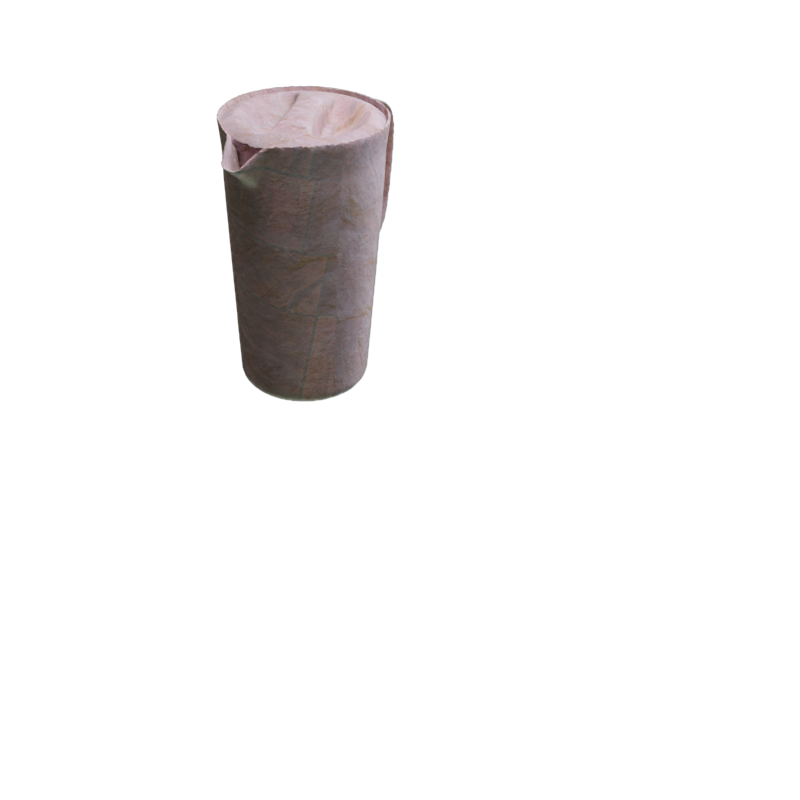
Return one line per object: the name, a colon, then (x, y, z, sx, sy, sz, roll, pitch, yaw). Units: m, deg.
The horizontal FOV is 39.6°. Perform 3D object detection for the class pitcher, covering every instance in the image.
pitcher: (-0.071, -0.130, 0.907, 0.148, 0.229, 0.155, -3, 31, -8)
